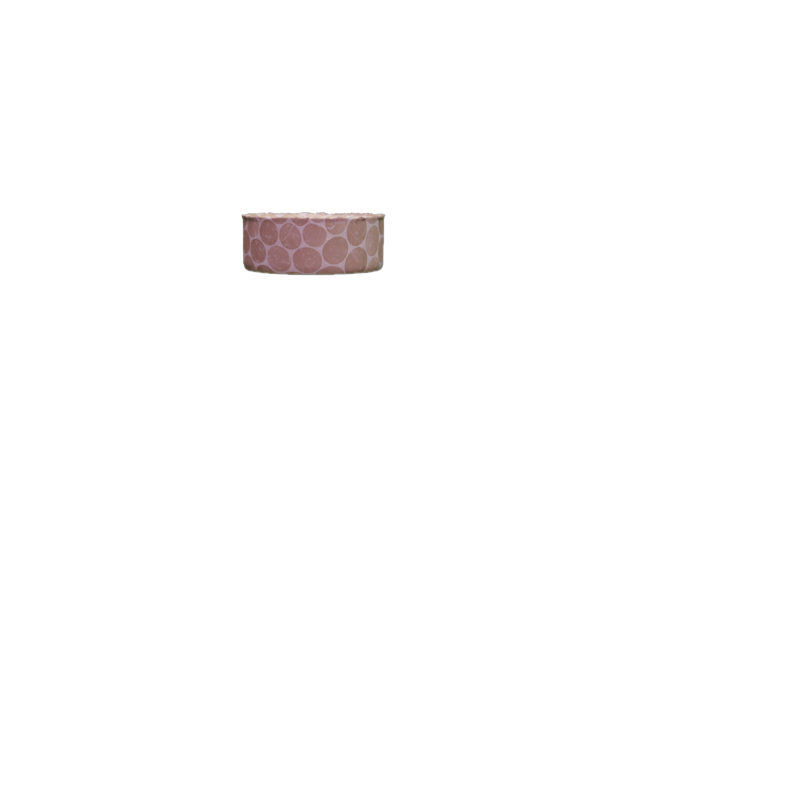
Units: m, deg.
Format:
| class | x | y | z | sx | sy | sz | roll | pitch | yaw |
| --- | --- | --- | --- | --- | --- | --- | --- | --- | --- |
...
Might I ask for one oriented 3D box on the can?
| class | x | y | z | sx | sy | sz | roll | pitch | yaw |
| --- | --- | --- | --- | --- | --- | --- | --- | --- | --- |
| can | -0.052 | -0.095 | 0.664 | 0.086 | 0.033 | 0.087 | 0 | 10 | -2 |
